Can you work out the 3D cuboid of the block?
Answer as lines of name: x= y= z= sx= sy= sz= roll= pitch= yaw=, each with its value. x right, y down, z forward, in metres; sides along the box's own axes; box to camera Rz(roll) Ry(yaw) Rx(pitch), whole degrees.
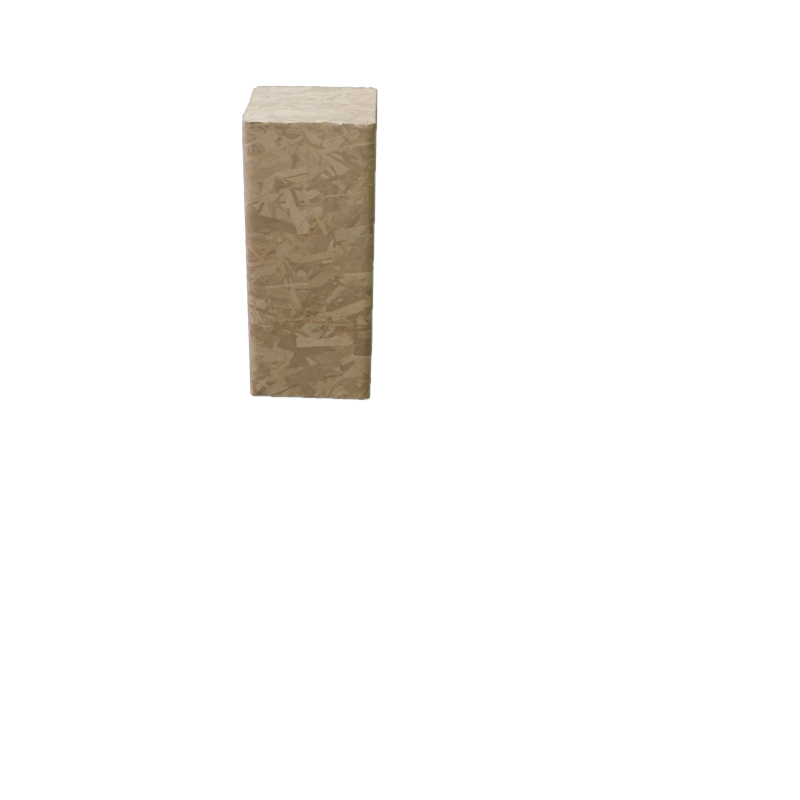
block: x=-0.063 y=-0.114 z=0.795 sx=0.090 sy=0.195 sz=0.096 roll=2 pitch=26 yaw=0
